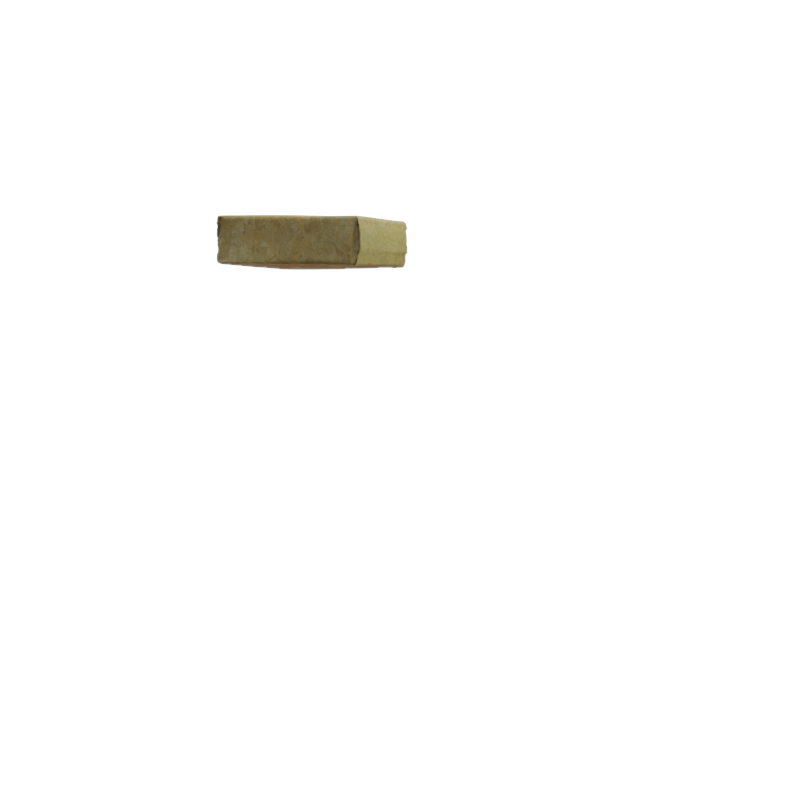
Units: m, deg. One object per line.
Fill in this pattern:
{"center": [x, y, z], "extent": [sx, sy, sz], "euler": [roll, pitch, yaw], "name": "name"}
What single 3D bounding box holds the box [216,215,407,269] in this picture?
{"center": [-0.063, -0.115, 0.803], "extent": [0.117, 0.039, 0.087], "euler": [2, 4, 24], "name": "box"}
